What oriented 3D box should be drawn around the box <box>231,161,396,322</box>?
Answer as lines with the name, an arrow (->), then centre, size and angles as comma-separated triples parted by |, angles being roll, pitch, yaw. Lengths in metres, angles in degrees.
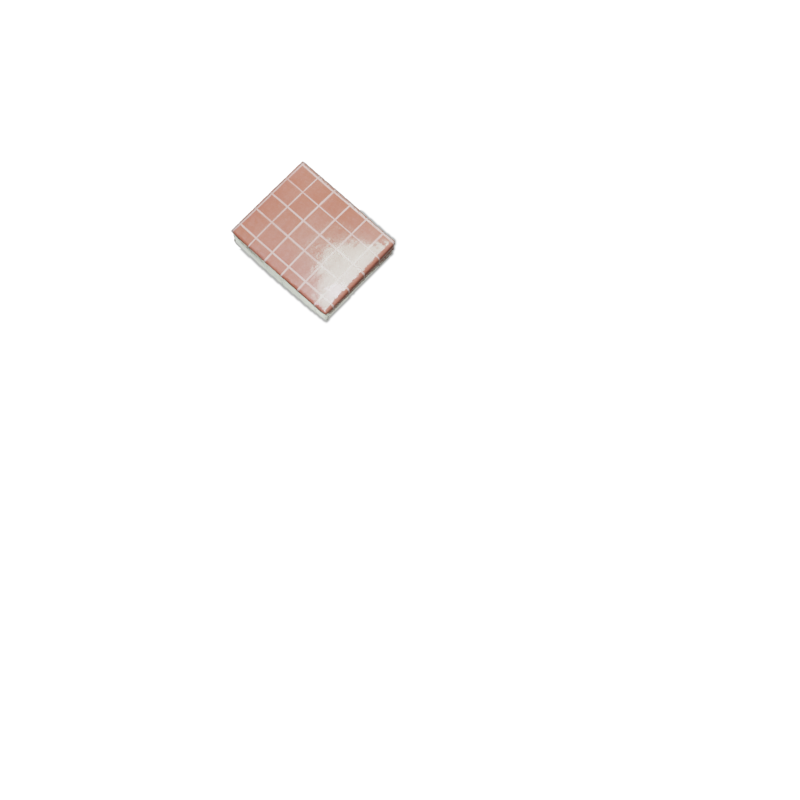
box -> -0.075, -0.136, 0.955 | 0.117, 0.091, 0.037 | 42, -13, 11
